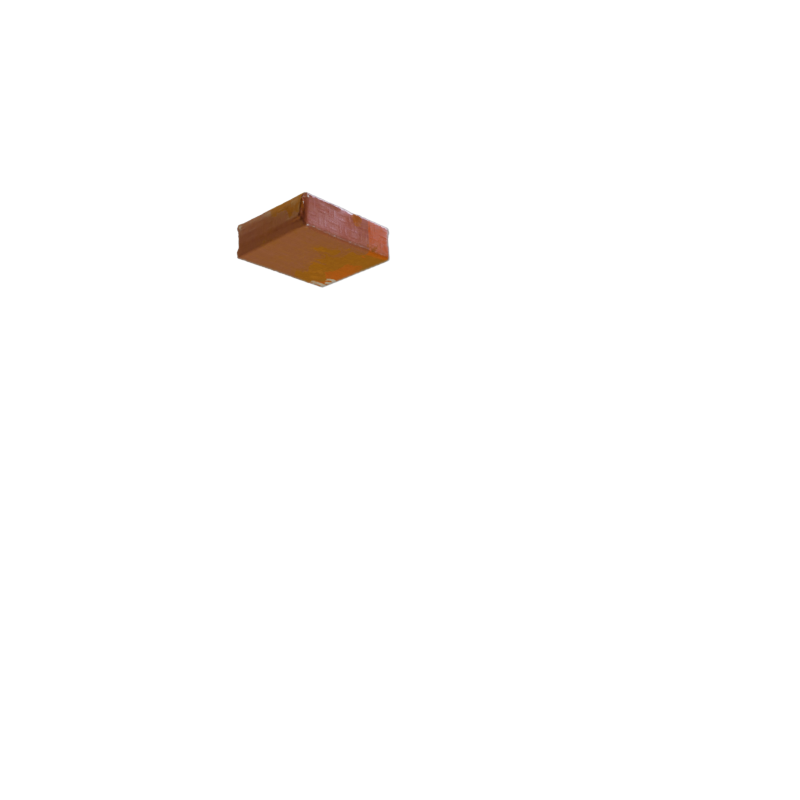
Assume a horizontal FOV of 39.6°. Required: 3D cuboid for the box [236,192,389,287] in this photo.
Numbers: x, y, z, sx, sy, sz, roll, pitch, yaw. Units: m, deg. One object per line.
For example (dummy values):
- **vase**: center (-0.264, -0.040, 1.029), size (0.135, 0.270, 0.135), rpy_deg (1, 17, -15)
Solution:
- **box**: center (-0.064, -0.116, 0.812), size (0.084, 0.032, 0.074), rpy_deg (18, -26, -42)
